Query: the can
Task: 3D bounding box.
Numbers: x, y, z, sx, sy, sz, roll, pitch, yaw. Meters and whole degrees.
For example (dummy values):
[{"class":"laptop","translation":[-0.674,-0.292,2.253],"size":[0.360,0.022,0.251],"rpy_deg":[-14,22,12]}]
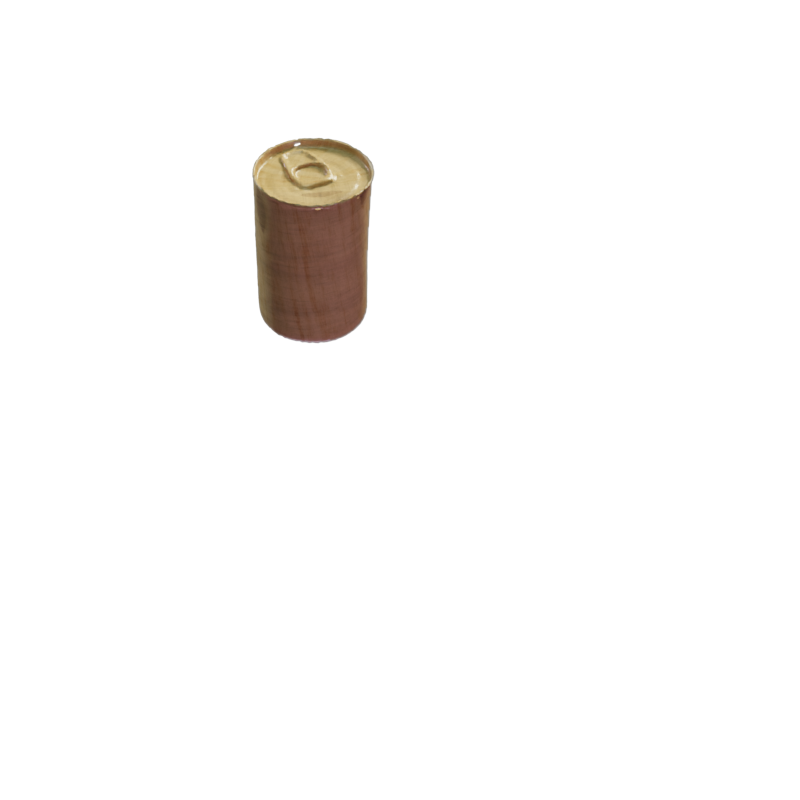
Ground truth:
[{"class":"can","translation":[-0.051,-0.092,0.647],"size":[0.068,0.095,0.073],"rpy_deg":[0,42,-3]}]
